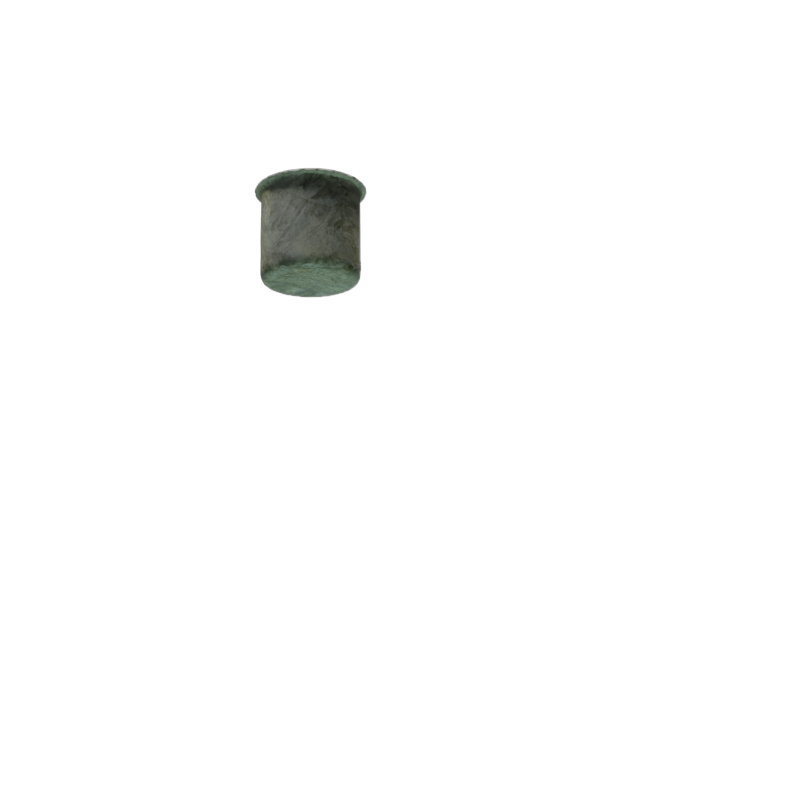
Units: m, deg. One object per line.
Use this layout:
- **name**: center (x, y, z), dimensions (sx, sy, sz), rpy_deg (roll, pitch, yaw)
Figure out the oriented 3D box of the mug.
- **mug**: center (-0.072, -0.131, 0.919), dimensions (0.094, 0.085, 0.111), rpy_deg (-3, -17, 7)
